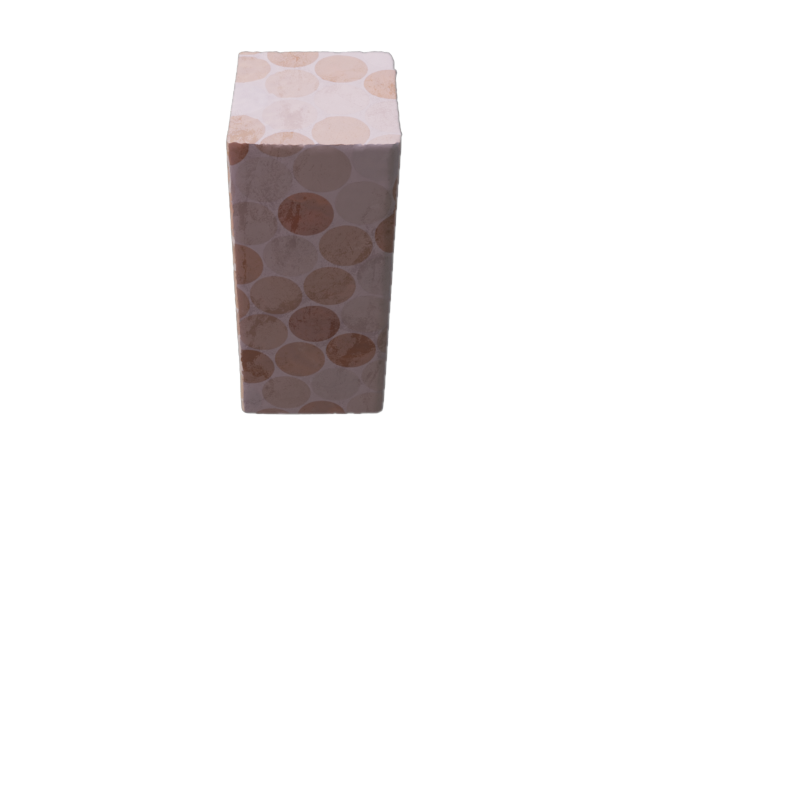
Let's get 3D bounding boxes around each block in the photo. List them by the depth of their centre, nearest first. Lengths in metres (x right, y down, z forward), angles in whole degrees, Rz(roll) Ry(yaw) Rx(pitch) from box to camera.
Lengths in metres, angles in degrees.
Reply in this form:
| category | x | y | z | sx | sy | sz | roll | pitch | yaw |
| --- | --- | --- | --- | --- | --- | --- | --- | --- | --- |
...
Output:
| category | x | y | z | sx | sy | sz | roll | pitch | yaw |
| --- | --- | --- | --- | --- | --- | --- | --- | --- | --- |
| block | -0.050 | -0.093 | 0.653 | 0.090 | 0.192 | 0.097 | 1 | 44 | -3 |
